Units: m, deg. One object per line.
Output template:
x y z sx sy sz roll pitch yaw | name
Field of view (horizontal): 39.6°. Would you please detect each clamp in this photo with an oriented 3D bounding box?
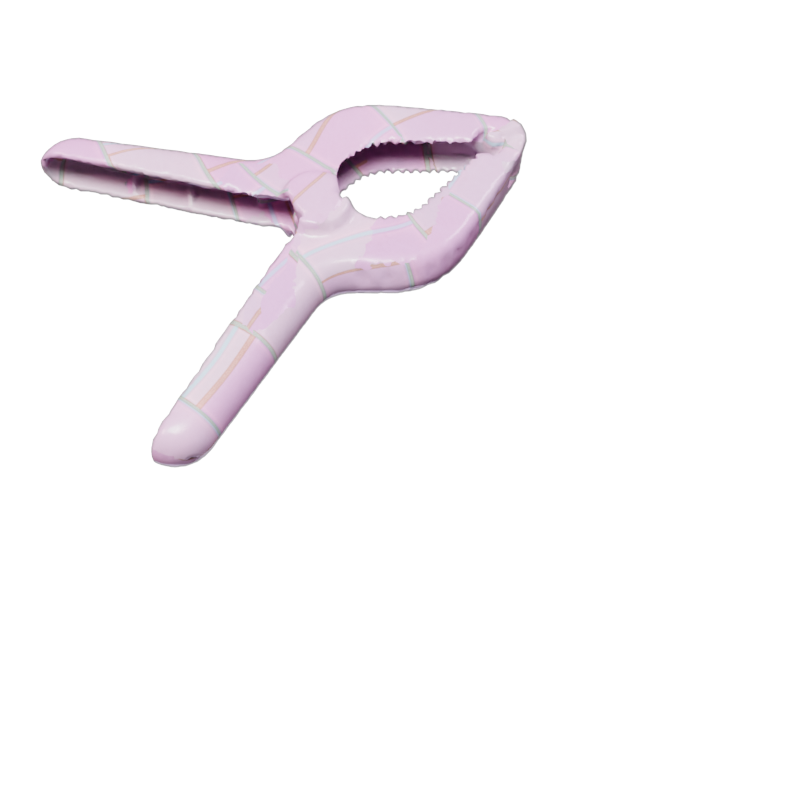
-0.037 -0.068 0.475 0.208 0.176 0.034 -16 -29 -9 | clamp
